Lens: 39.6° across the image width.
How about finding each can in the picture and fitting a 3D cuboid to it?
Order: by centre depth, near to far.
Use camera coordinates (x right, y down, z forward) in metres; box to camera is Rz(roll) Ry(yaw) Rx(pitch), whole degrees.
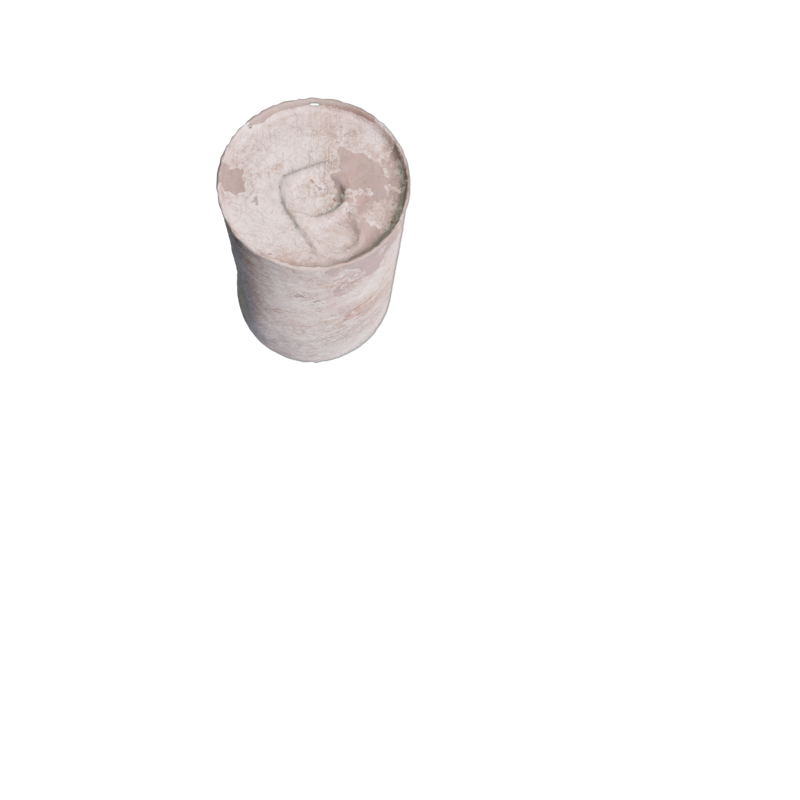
[{"bbox_3d":[-0.034,-0.062,0.431,0.068,0.072,0.097,0,-20,-3],"label":"can"}]
